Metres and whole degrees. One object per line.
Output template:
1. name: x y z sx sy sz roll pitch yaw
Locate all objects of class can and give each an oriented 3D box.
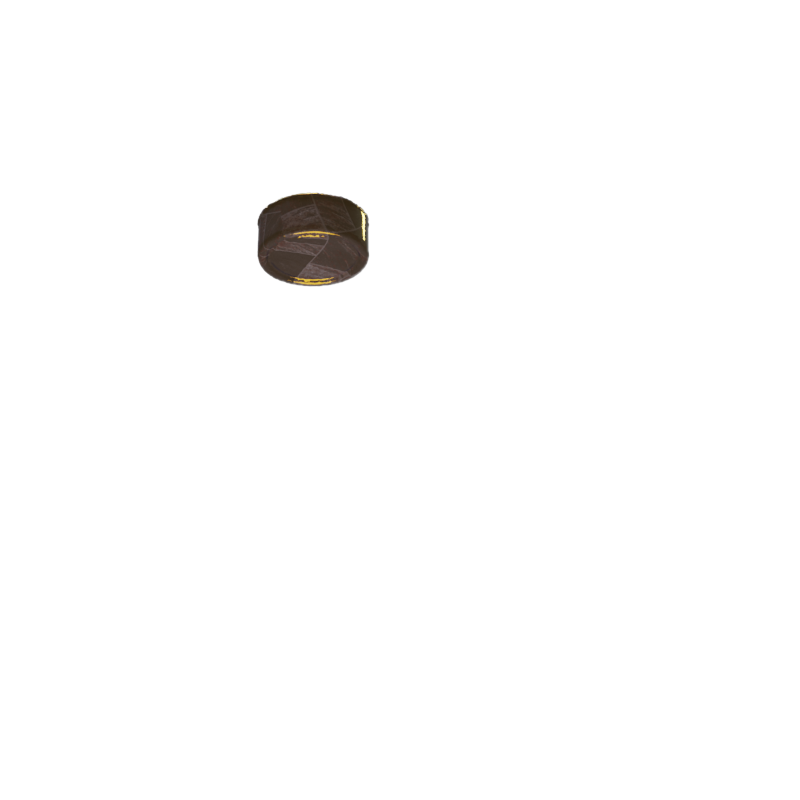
1. can: -0.066 -0.120 0.843 0.086 0.036 0.081 1 -26 -2
